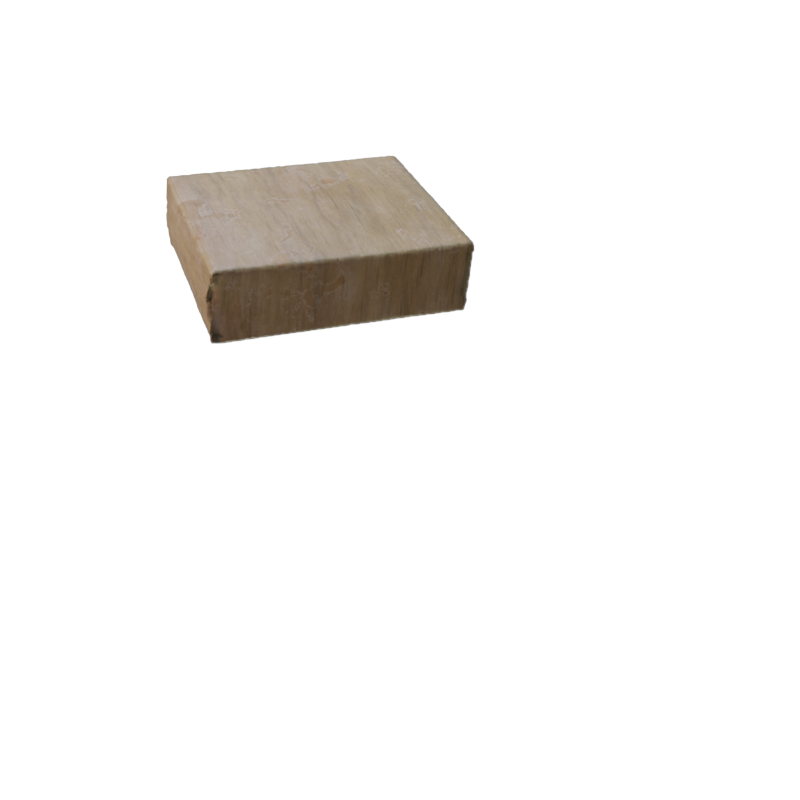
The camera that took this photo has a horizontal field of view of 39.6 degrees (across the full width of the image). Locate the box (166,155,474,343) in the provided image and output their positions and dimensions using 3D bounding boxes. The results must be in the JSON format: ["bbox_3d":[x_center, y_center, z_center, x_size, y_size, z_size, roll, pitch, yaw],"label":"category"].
[{"bbox_3d":[-0.038,-0.068,0.479,0.112,0.036,0.097,-11,35,-16],"label":"box"}]
